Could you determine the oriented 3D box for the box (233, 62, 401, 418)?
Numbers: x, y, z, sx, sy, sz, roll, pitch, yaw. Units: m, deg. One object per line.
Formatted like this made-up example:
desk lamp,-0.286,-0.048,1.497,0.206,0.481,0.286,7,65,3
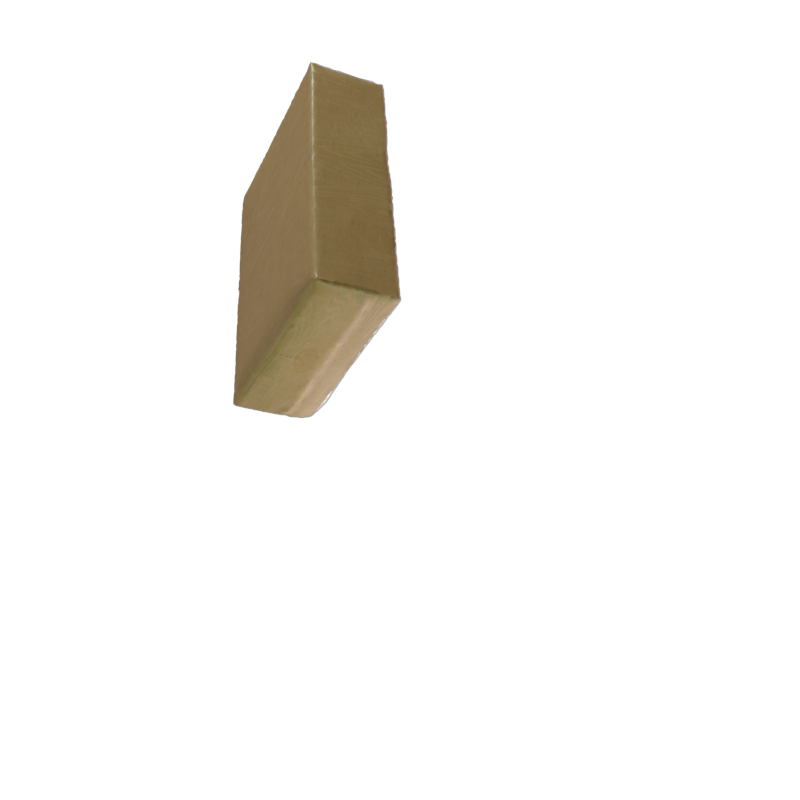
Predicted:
box,-0.065,-0.119,0.834,0.069,0.229,0.158,14,-40,-21
